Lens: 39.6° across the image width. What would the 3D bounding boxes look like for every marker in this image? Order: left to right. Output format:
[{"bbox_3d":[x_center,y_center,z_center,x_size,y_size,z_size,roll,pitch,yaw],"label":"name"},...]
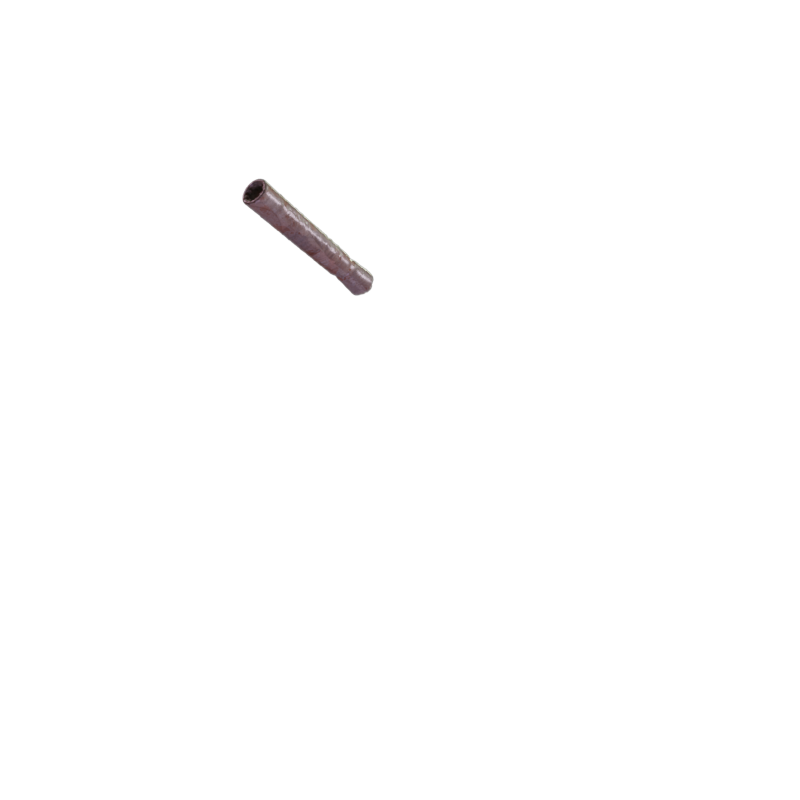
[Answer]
[{"bbox_3d":[-0.055,-0.100,0.704,0.021,0.020,0.112,3,-25,42],"label":"marker"}]
